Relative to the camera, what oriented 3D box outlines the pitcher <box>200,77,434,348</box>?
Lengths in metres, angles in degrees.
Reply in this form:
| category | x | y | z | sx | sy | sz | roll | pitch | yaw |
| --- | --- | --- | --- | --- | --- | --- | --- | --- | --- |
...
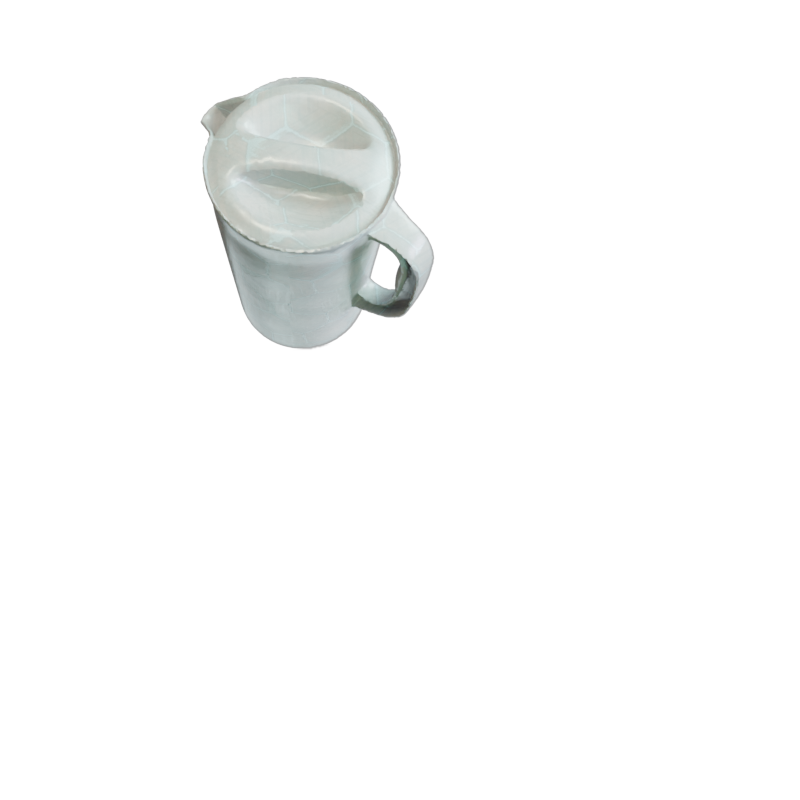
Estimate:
| category | x | y | z | sx | sy | sz | roll | pitch | yaw |
| --- | --- | --- | --- | --- | --- | --- | --- | --- | --- |
| pitcher | -0.066 | -0.120 | 0.840 | 0.144 | 0.157 | 0.232 | -9 | -19 | -6 |
